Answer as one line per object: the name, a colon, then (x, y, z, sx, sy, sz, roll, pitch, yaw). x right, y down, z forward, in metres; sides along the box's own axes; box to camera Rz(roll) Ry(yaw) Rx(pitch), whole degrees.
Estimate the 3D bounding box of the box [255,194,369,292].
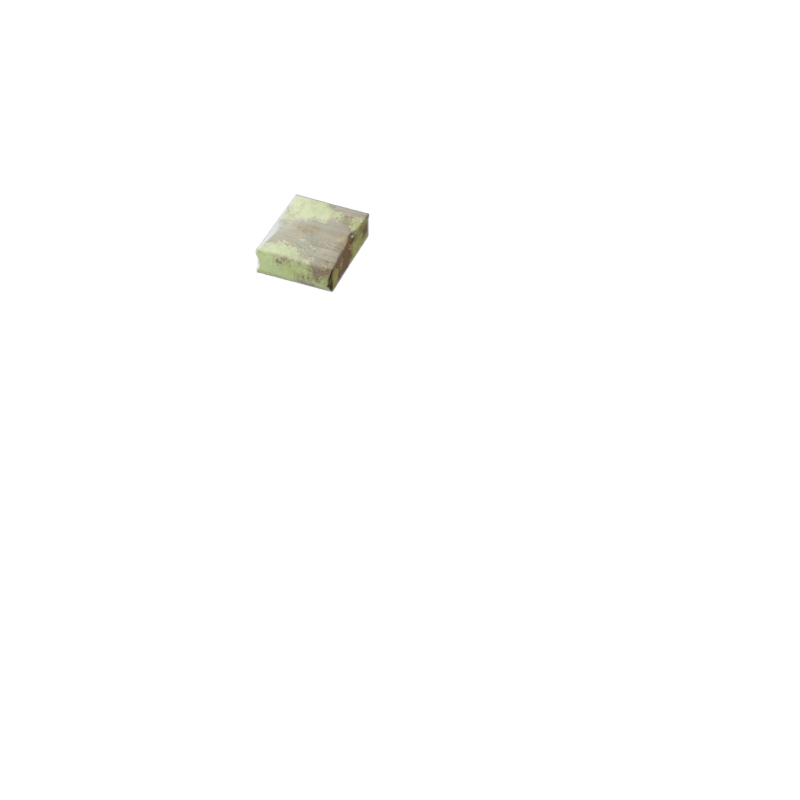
box: (-0.077, -0.140, 0.979, 0.075, 0.028, 0.093, 15, 45, 15)
